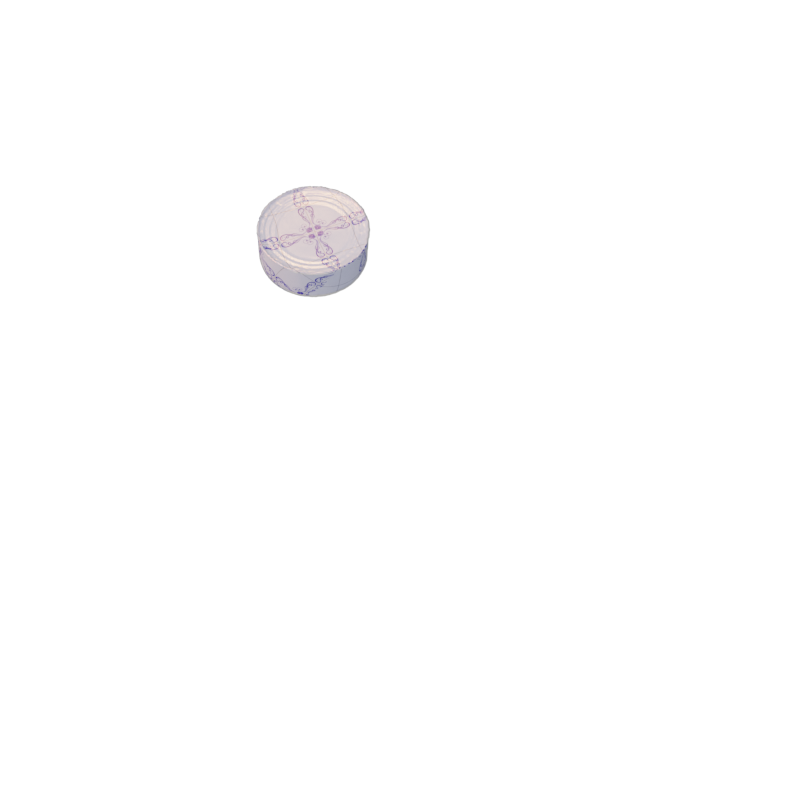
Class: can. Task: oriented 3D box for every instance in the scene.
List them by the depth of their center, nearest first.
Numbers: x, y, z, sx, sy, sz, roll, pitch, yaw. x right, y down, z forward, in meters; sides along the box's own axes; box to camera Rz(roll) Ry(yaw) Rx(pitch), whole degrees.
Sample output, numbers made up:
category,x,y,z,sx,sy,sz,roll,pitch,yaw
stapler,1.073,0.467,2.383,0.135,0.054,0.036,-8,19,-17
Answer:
category,x,y,z,sx,sy,sz,roll,pitch,yaw
can,-0.067,-0.121,0.850,0.086,0.092,0.031,-1,-36,-1
